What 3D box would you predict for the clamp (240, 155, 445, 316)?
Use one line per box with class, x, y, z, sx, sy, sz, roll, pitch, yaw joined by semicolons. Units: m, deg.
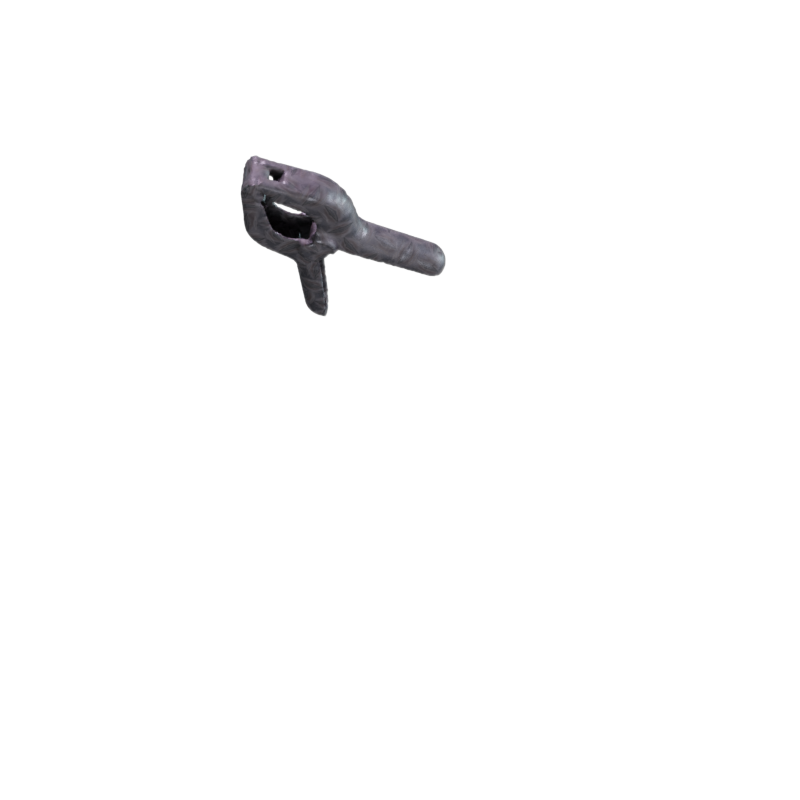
clamp;-0.063;-0.115;0.807;0.119;0.042;0.160;-31;-47;33
